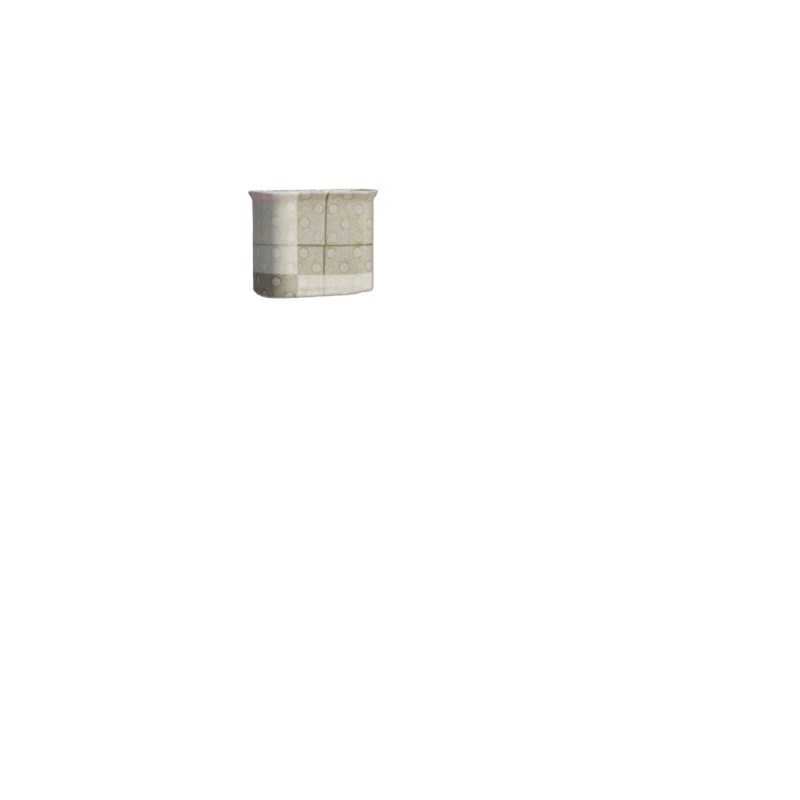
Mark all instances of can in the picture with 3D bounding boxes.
[{"bbox_3d":[-0.070,-0.128,0.894,0.099,0.083,0.060,-4,8,-24],"label":"can"}]
